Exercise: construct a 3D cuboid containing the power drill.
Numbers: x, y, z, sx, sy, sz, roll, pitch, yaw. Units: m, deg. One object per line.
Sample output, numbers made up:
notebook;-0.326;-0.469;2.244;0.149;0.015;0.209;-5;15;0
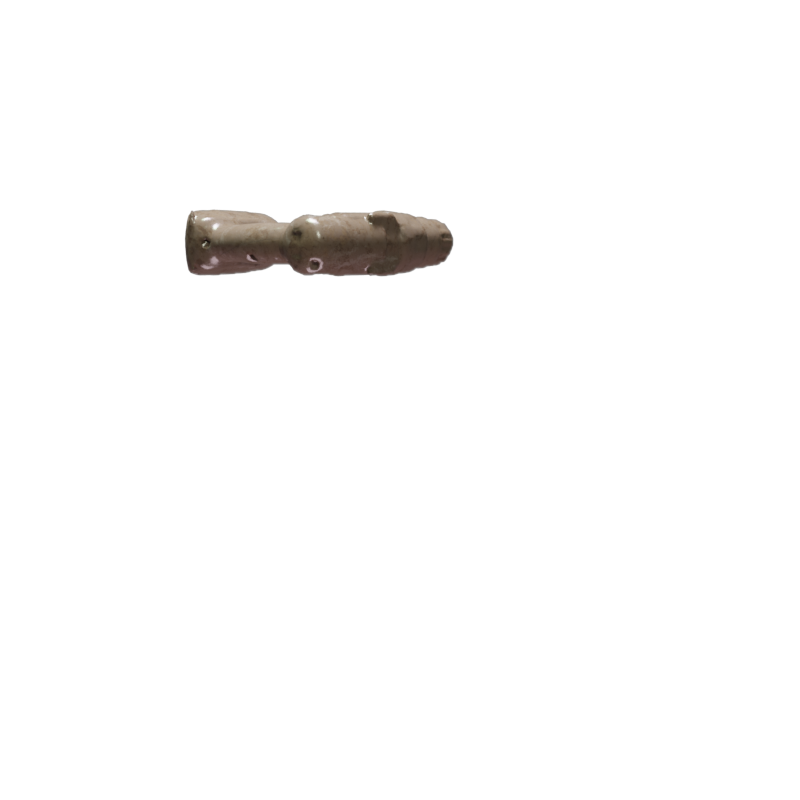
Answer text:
power drill;-0.072;-0.132;0.926;0.195;0.057;0.178;5;8;40
